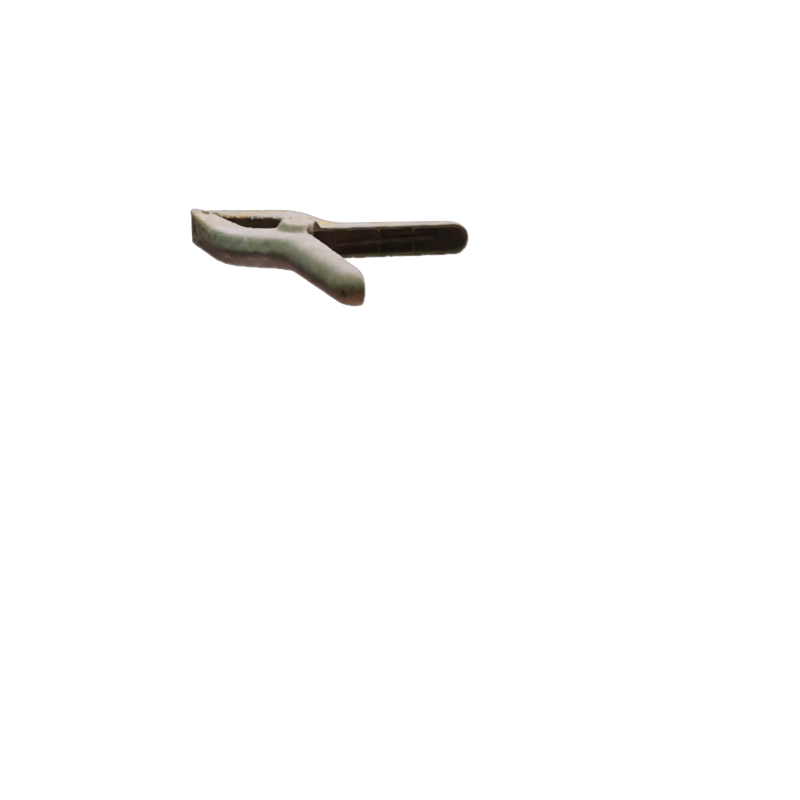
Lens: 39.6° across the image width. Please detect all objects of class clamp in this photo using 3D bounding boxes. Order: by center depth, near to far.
[{"bbox_3d":[-0.065,-0.118,0.829,0.221,0.035,0.163,16,27,35],"label":"clamp"}]
